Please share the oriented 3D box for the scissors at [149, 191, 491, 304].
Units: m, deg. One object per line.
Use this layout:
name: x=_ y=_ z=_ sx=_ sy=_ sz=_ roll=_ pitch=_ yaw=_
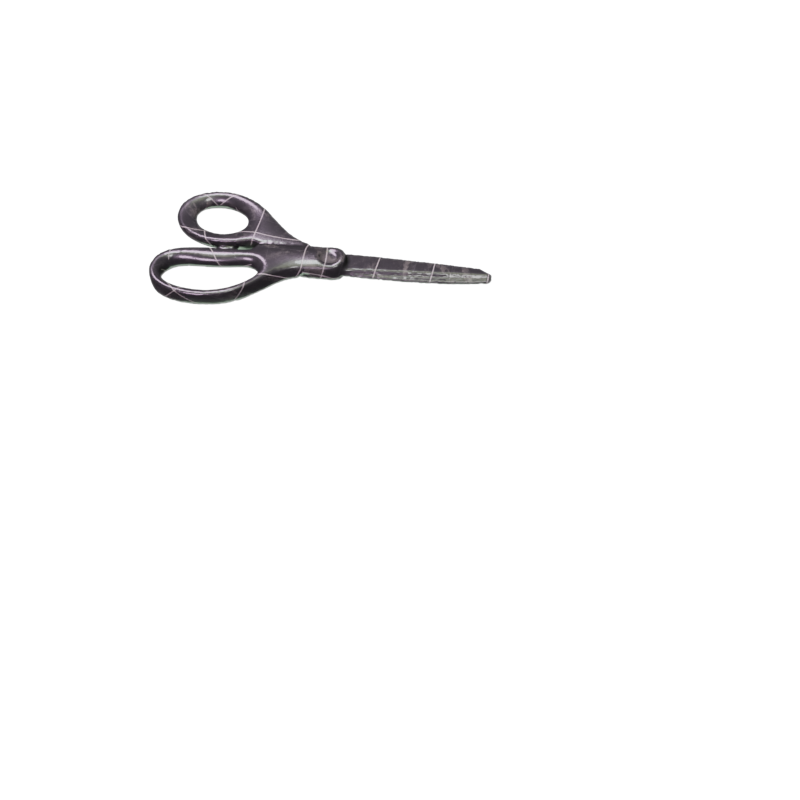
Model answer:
scissors: x=-0.053 y=-0.097 z=0.682 sx=0.200 sy=0.104 sz=0.015 roll=-7 pitch=-40 yaw=-6
